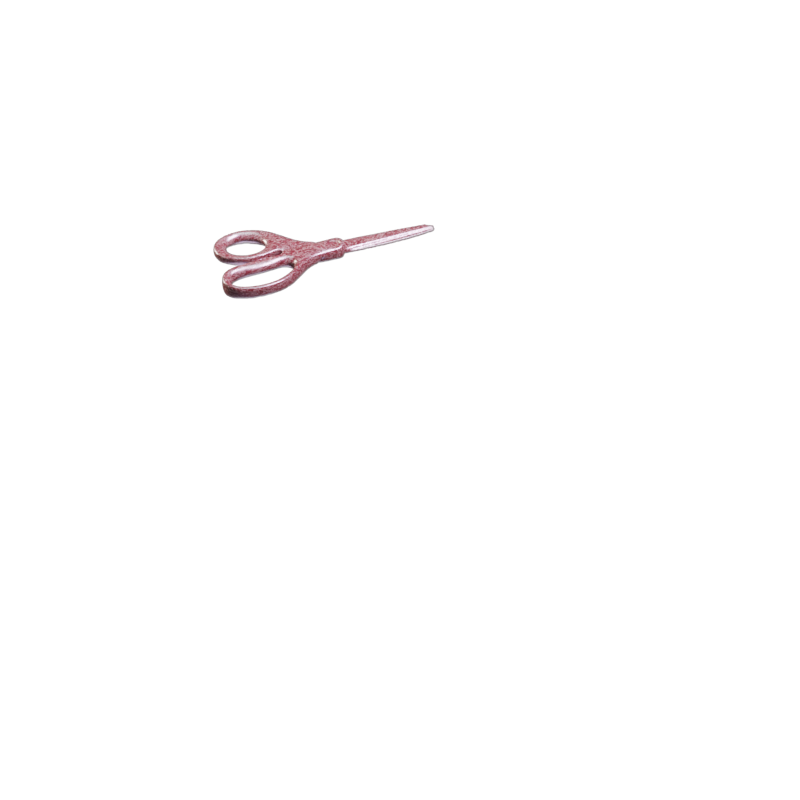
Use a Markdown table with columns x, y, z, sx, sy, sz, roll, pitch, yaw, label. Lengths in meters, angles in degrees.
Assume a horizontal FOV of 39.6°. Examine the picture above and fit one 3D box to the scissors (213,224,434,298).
| x | y | z | sx | sy | sz | roll | pitch | yaw | label |
| --- | --- | --- | --- | --- | --- | --- | --- | --- | --- |
| -0.077 | -0.140 | 0.977 | 0.200 | 0.015 | 0.103 | -27 | 46 | -29 | scissors |
